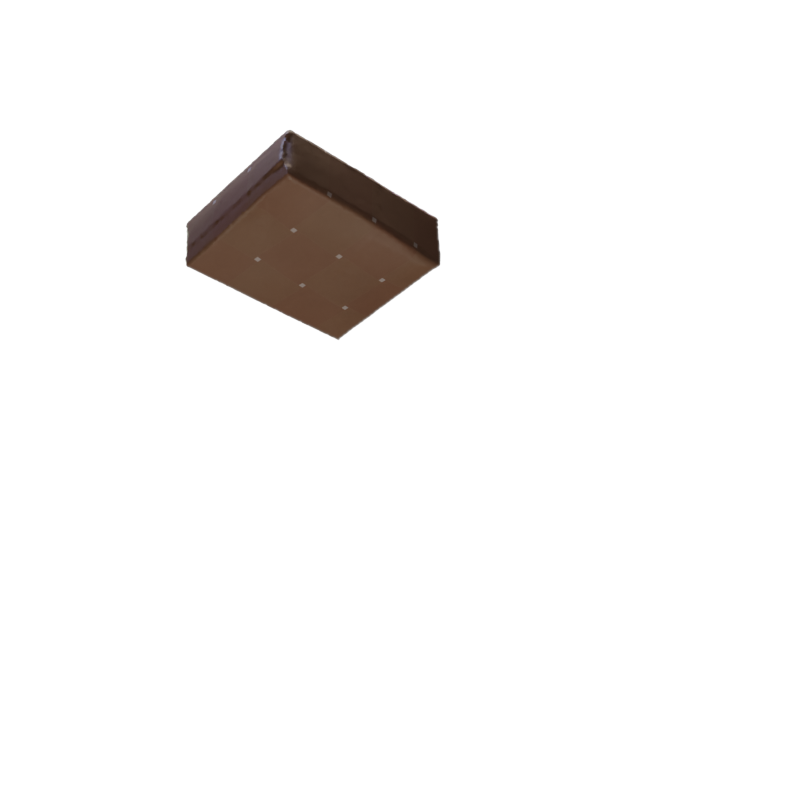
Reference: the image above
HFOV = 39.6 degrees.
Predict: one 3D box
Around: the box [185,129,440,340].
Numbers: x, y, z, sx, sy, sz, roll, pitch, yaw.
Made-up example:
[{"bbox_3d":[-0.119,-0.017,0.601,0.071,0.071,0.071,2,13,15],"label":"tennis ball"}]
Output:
[{"bbox_3d":[-0.047,-0.087,0.608,0.107,0.042,0.089,29,-47,-32],"label":"box"}]
